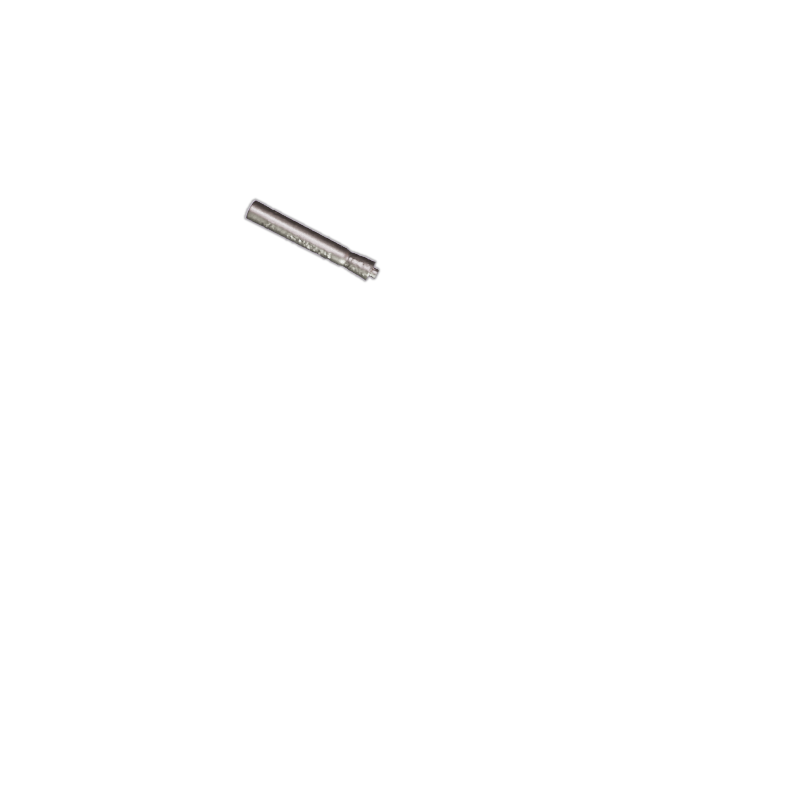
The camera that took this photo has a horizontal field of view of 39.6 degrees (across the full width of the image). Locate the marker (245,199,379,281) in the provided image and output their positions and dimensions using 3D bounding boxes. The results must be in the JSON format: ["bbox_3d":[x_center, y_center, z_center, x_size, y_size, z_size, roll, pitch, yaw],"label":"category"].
[{"bbox_3d":[-0.073,-0.133,0.930,0.123,0.020,0.020,28,6,6],"label":"marker"}]
